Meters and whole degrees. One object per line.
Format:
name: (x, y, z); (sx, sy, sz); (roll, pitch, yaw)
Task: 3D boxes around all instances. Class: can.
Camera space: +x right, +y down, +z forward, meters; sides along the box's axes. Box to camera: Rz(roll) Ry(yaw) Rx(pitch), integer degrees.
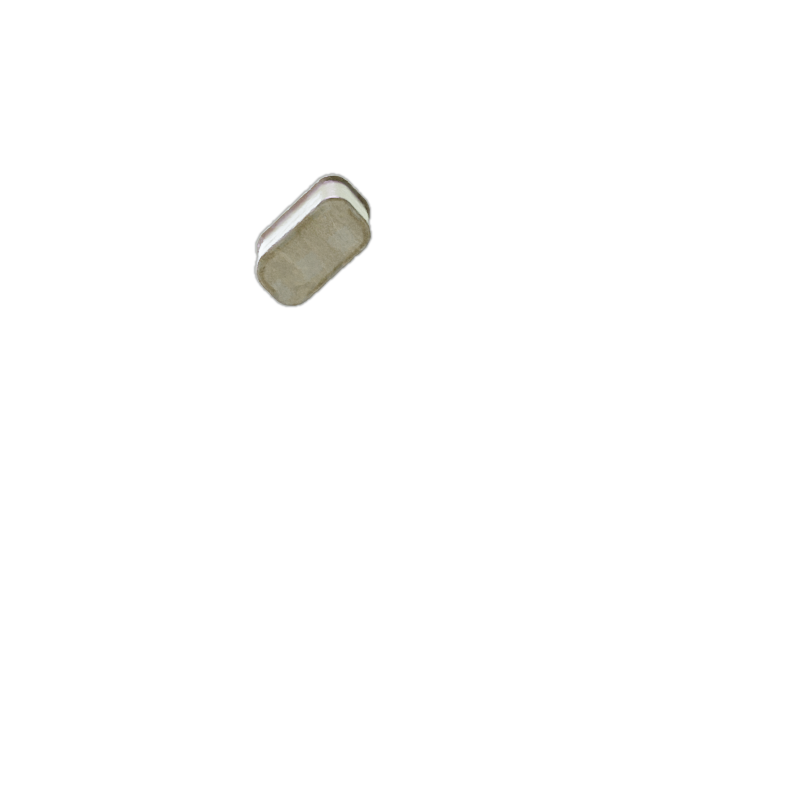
can: (-0.071, -0.129, 0.901); (0.101, 0.056, 0.087); (-42, 16, 10)
